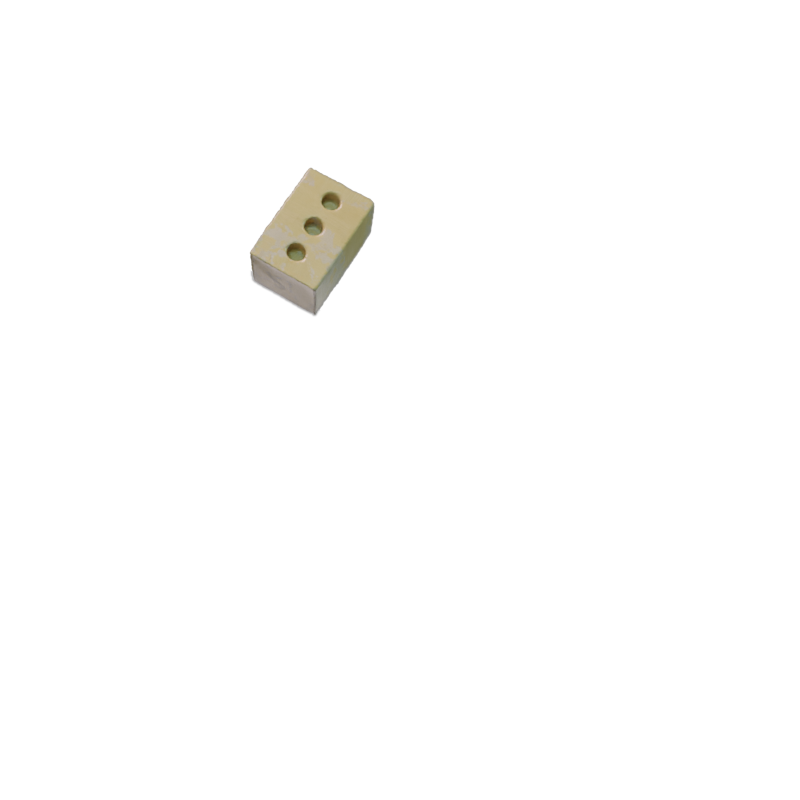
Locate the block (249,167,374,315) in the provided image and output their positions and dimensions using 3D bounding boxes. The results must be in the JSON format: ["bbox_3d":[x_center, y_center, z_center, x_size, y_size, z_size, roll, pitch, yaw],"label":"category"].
[{"bbox_3d":[-0.059,-0.108,0.754,0.054,0.080,0.049,29,-20,9],"label":"block"}]
